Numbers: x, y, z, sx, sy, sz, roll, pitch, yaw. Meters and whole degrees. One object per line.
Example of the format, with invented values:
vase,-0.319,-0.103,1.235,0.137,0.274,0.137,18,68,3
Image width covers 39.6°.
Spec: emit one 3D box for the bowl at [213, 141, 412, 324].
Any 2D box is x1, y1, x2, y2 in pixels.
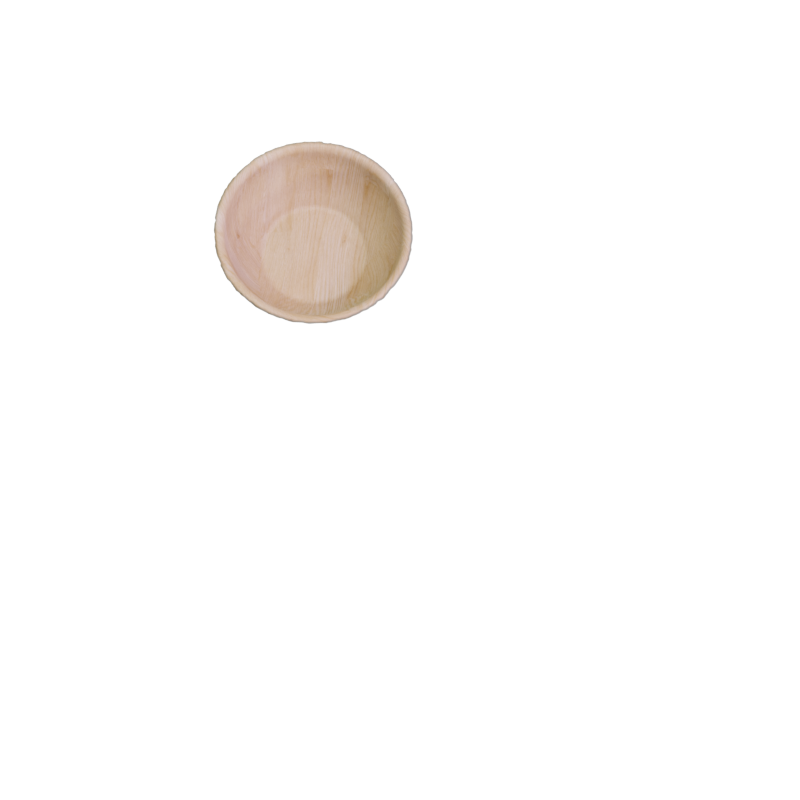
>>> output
bowl,-0.072,-0.131,0.920,0.162,0.171,0.052,-1,-22,-1
